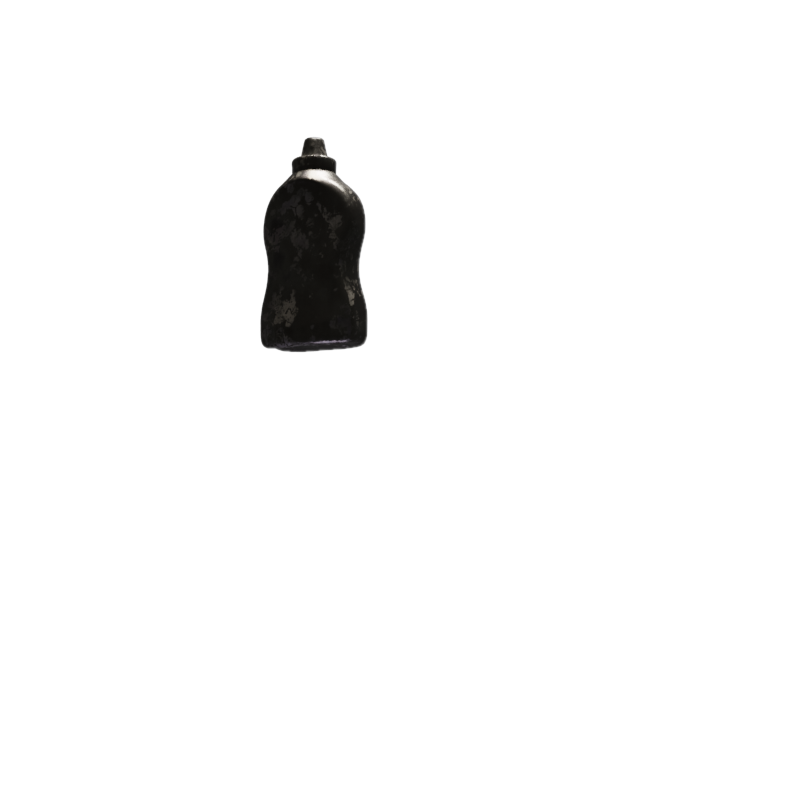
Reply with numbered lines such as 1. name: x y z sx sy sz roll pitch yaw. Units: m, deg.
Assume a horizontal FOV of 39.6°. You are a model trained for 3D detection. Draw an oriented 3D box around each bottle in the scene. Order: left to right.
1. bottle: -0.078 -0.142 0.993 0.099 0.197 0.055 -7 -13 31
